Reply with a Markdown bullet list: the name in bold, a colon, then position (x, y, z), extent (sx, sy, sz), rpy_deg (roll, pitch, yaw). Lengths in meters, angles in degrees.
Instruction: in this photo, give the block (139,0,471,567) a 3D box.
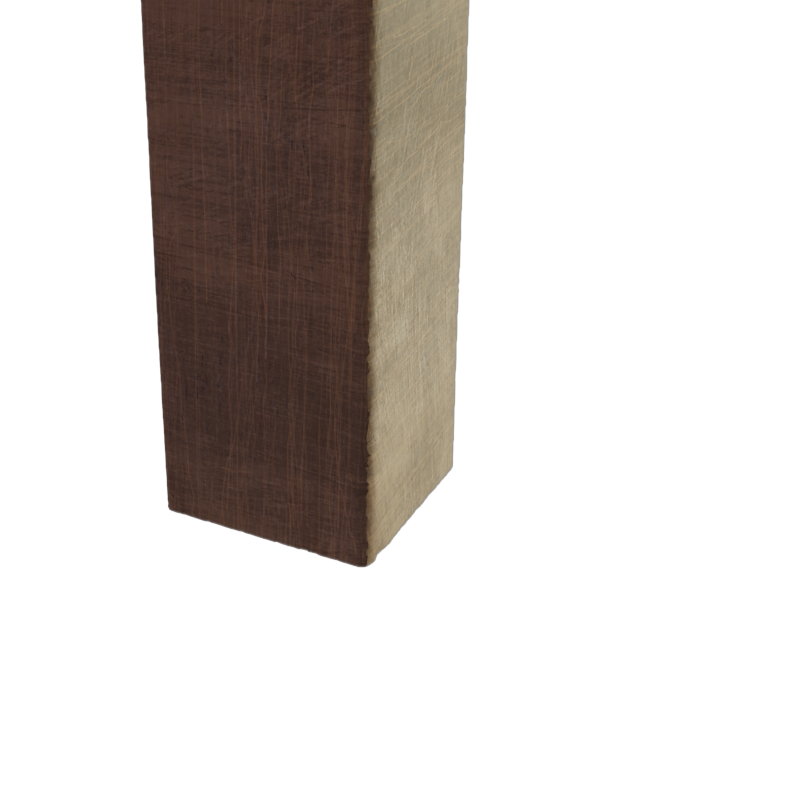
- **block**: position (-0.033, -0.059, 0.417), extent (0.094, 0.197, 0.091), rpy_deg (10, 22, 24)
